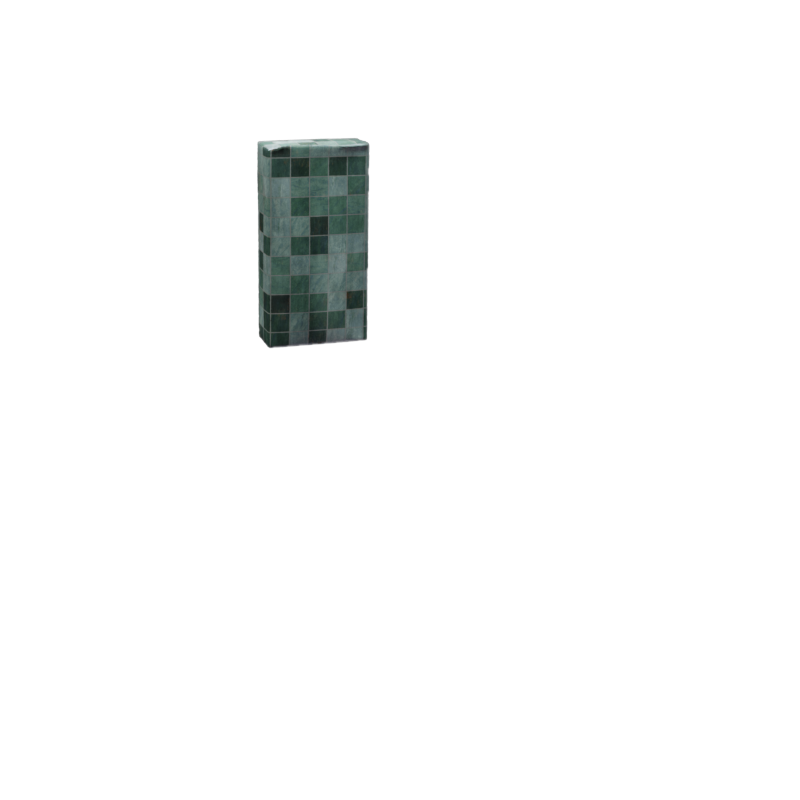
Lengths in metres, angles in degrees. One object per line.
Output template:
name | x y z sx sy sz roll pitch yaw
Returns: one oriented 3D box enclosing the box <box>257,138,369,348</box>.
box | -0.076 -0.138 0.966 0.092 0.170 0.051 -4 16 -17
